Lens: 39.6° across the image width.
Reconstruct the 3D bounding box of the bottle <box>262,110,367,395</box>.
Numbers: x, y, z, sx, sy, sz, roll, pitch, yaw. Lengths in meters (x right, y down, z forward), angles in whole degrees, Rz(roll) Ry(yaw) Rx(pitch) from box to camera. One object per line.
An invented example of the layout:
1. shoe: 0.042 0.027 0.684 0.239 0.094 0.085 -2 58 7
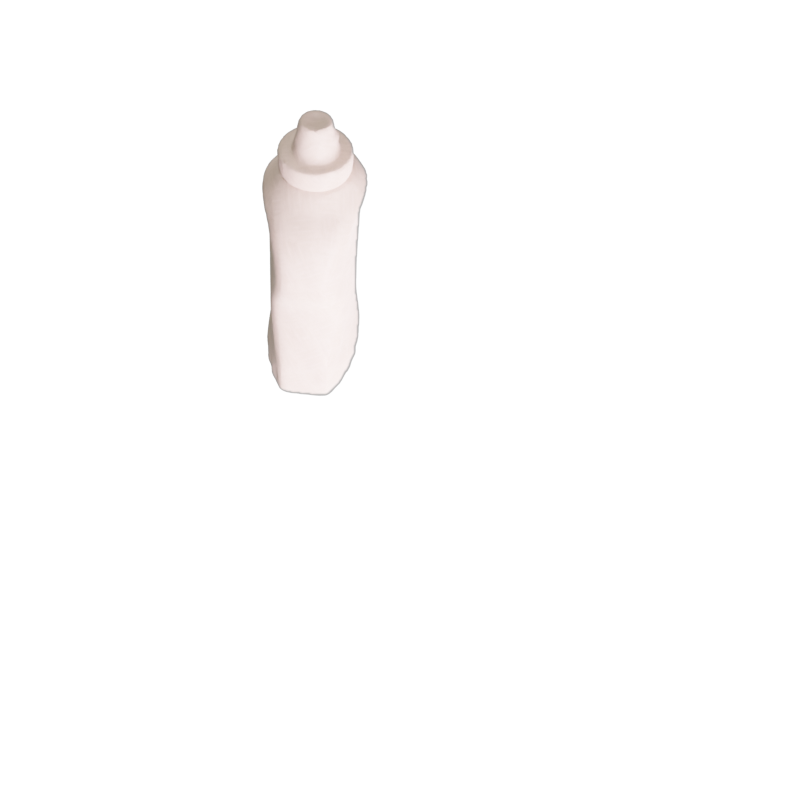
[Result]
1. bottle: -0.050 -0.093 0.648 0.059 0.102 0.179 7 -37 1
